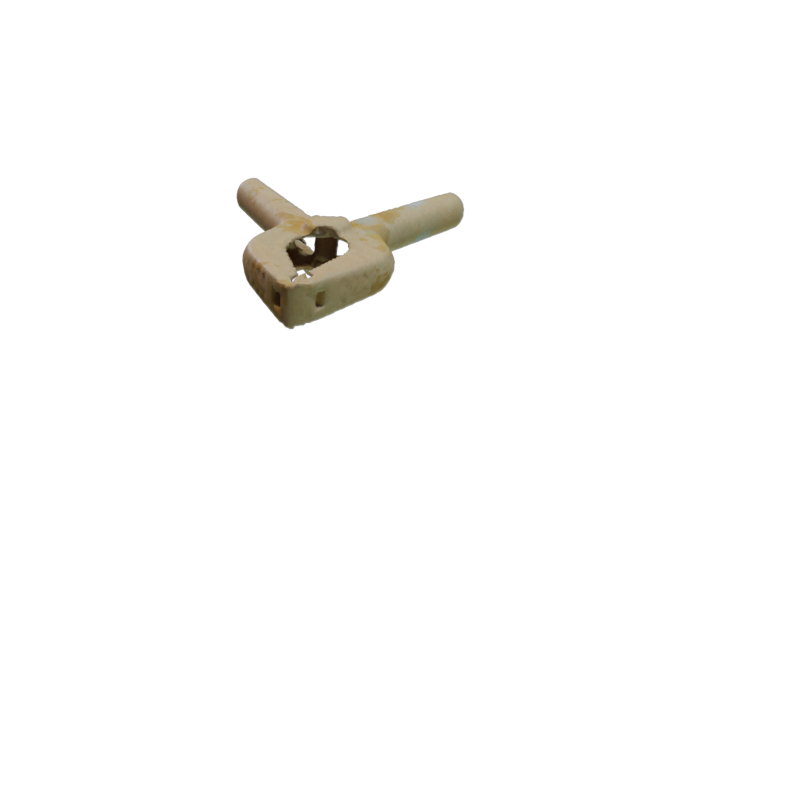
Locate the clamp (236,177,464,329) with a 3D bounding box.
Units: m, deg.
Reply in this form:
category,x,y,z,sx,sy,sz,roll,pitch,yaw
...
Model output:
category,x,y,z,sx,sy,sz,roll,pitch,yaw
clamp,-0.057,-0.104,0.726,0.168,0.034,0.216,7,28,13
